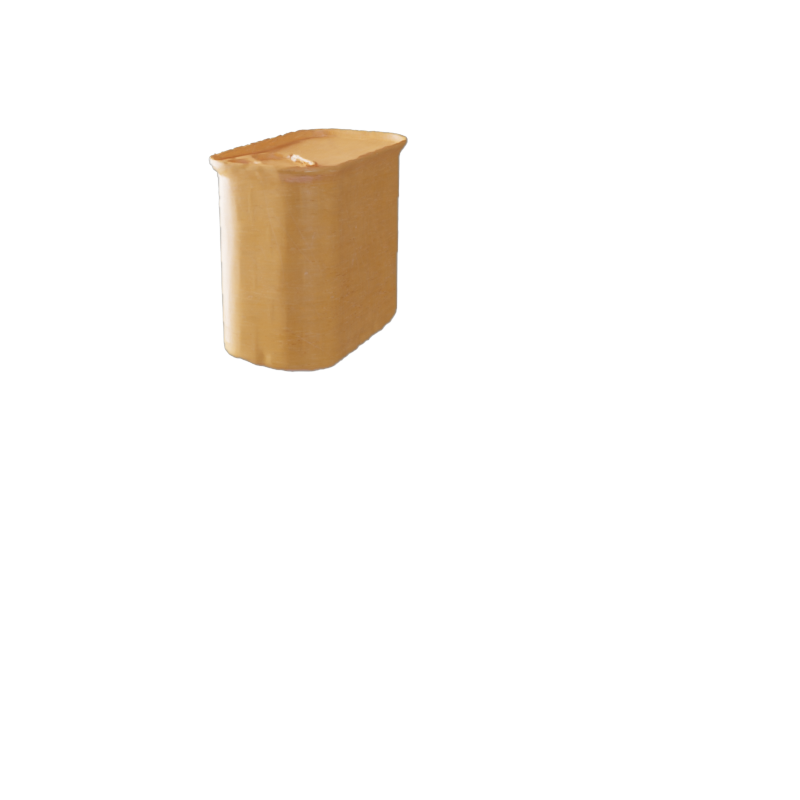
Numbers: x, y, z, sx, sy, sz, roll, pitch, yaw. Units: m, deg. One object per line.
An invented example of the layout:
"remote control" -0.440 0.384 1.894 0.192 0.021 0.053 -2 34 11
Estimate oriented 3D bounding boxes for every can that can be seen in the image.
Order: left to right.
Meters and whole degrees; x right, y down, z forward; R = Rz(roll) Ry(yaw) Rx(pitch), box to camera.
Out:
"can" -0.037 -0.068 0.475 0.059 0.081 0.102 7 20 21
